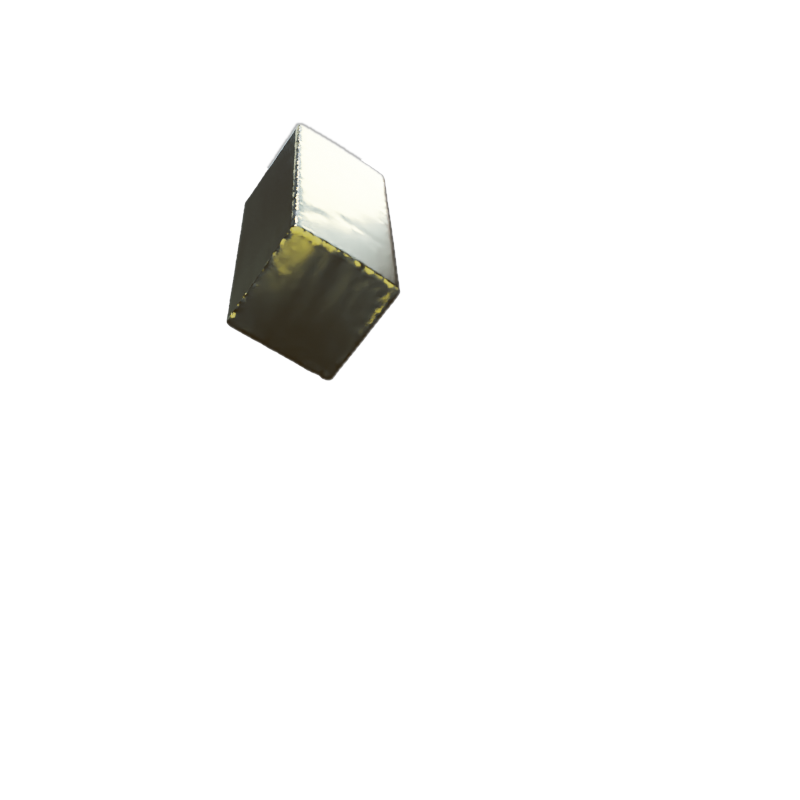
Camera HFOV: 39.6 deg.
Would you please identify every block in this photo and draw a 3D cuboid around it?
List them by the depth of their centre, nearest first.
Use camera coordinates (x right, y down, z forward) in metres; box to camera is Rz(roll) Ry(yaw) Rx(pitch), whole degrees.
[{"bbox_3d":[-0.065,-0.120,0.844,0.087,0.089,0.219,30,24,-19],"label":"block"}]
